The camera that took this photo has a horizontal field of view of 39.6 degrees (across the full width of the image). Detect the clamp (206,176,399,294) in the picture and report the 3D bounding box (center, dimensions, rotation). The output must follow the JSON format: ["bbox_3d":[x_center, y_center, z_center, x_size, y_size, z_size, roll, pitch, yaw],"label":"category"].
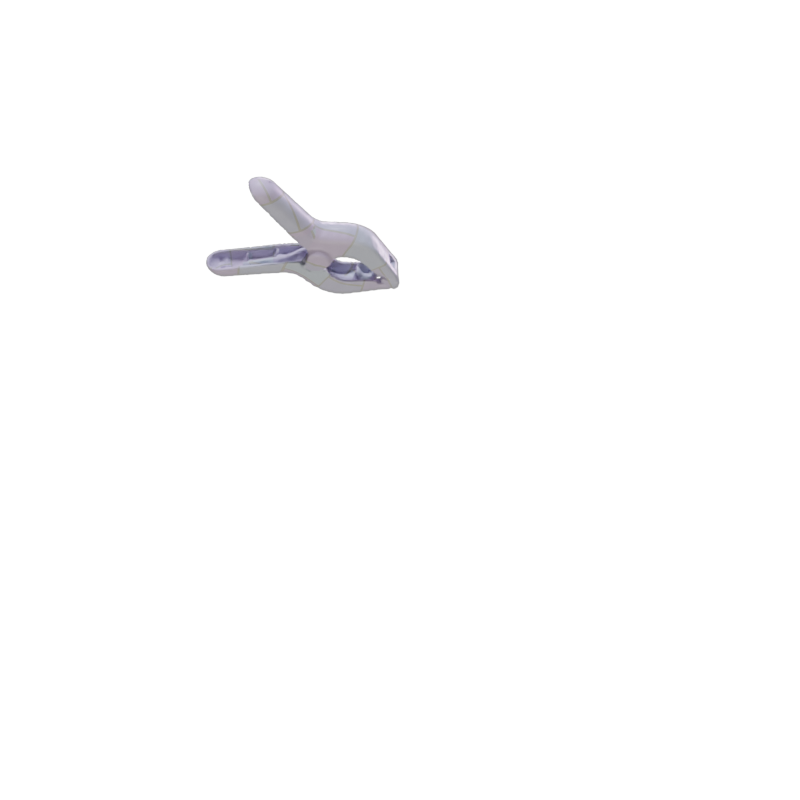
[{"bbox_3d":[-0.076,-0.139,0.971,0.168,0.042,0.115,8,-32,-13],"label":"clamp"}]
